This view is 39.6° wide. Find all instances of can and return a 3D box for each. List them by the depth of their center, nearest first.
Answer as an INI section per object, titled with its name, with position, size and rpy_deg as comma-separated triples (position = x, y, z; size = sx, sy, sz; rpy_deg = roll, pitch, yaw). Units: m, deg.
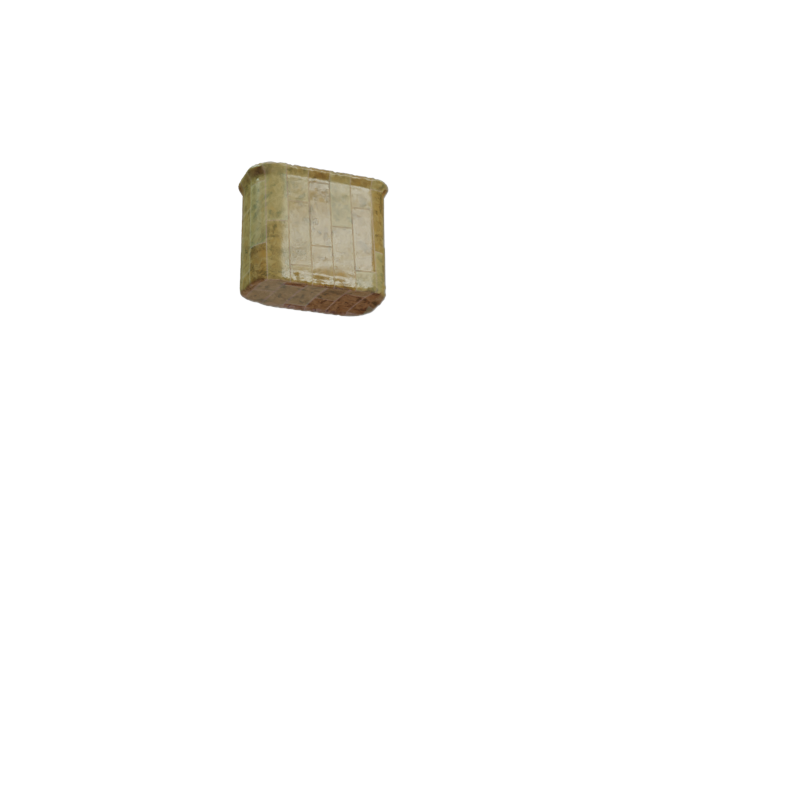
[can]
position = -0.059, -0.108, 0.756
size = 0.099, 0.088, 0.056
rpy_deg = 6, -22, -20
